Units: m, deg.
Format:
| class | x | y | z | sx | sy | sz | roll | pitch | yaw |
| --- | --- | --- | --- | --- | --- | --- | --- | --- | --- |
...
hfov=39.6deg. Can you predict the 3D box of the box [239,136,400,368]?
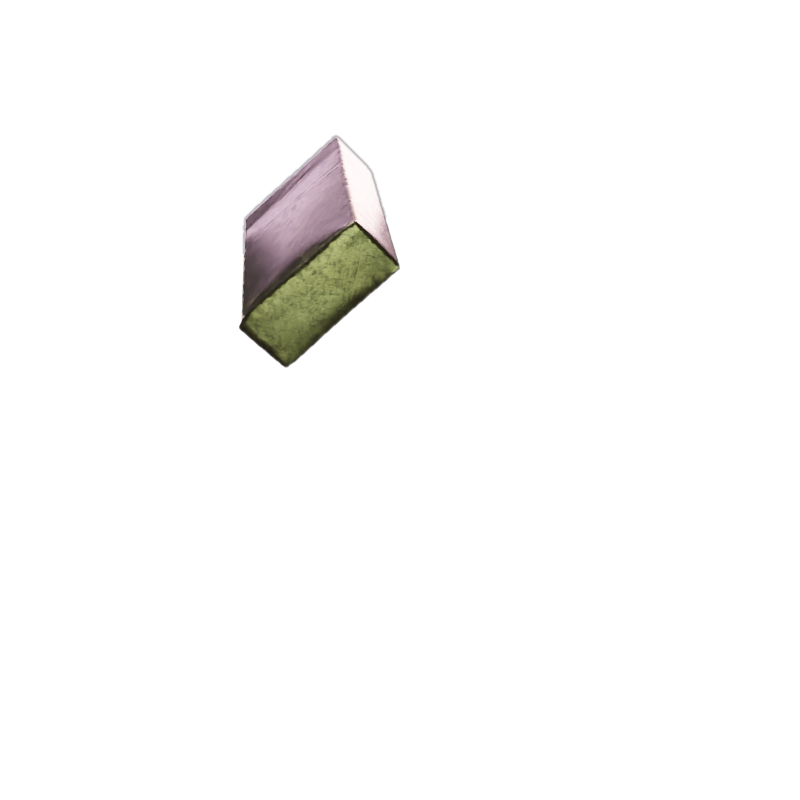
| class | x | y | z | sx | sy | sz | roll | pitch | yaw |
| --- | --- | --- | --- | --- | --- | --- | --- | --- | --- |
| box | -0.054 | -0.100 | 0.699 | 0.093 | 0.046 | 0.186 | -40 | 23 | 14 |
